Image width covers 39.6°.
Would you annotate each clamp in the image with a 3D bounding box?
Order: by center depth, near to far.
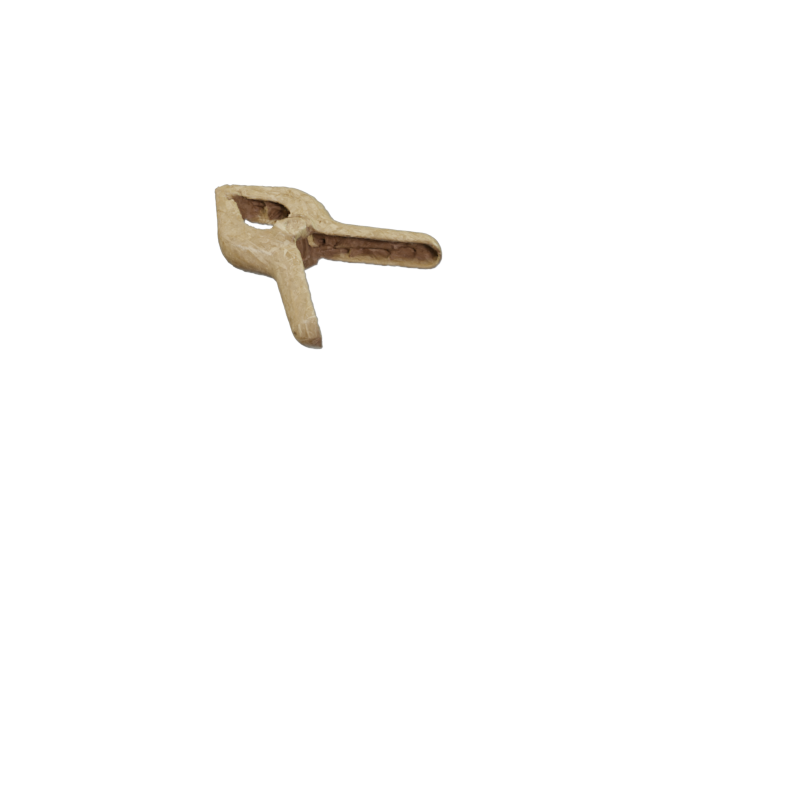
[{"bbox_3d":[-0.059,-0.107,0.751,0.119,0.037,0.185,-24,47,-25],"label":"clamp"}]
